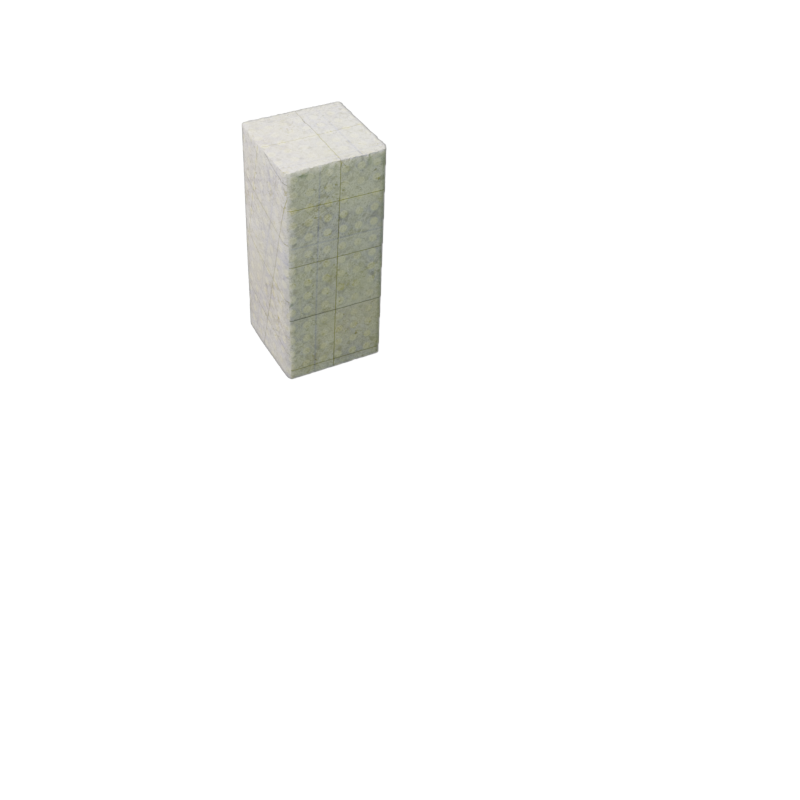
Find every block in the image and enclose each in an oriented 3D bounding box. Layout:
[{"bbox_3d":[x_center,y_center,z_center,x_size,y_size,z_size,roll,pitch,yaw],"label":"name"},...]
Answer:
[{"bbox_3d":[-0.073,-0.132,0.928,0.089,0.193,0.098,-16,42,-22],"label":"block"}]
